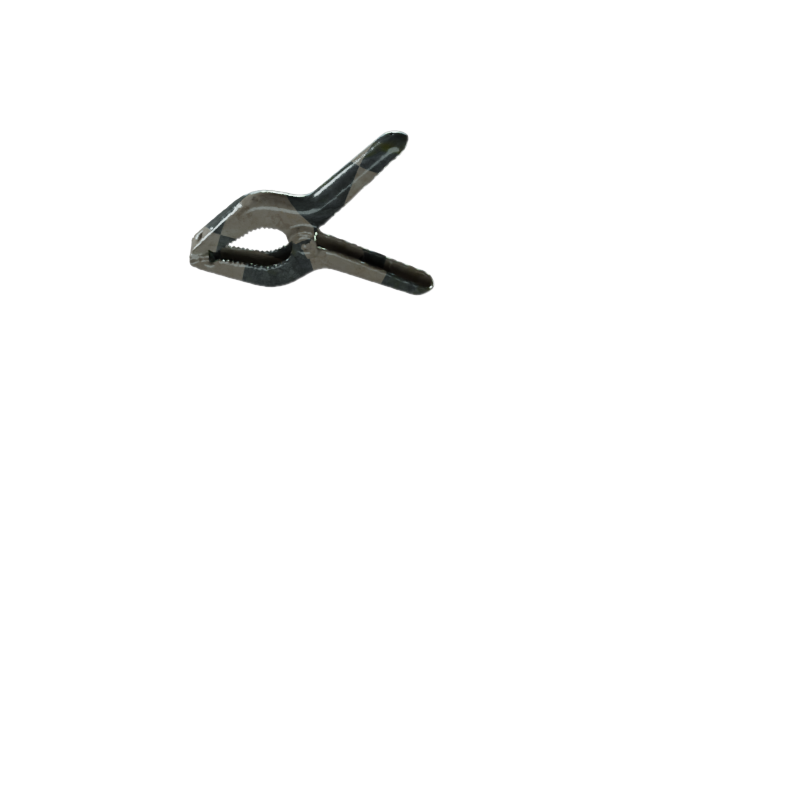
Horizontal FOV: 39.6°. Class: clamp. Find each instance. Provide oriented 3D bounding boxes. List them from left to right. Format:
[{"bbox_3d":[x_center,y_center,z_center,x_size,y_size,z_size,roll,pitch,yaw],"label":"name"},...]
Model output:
[{"bbox_3d":[-0.075,-0.136,0.952,0.211,0.152,0.039,-14,37,10],"label":"clamp"}]
